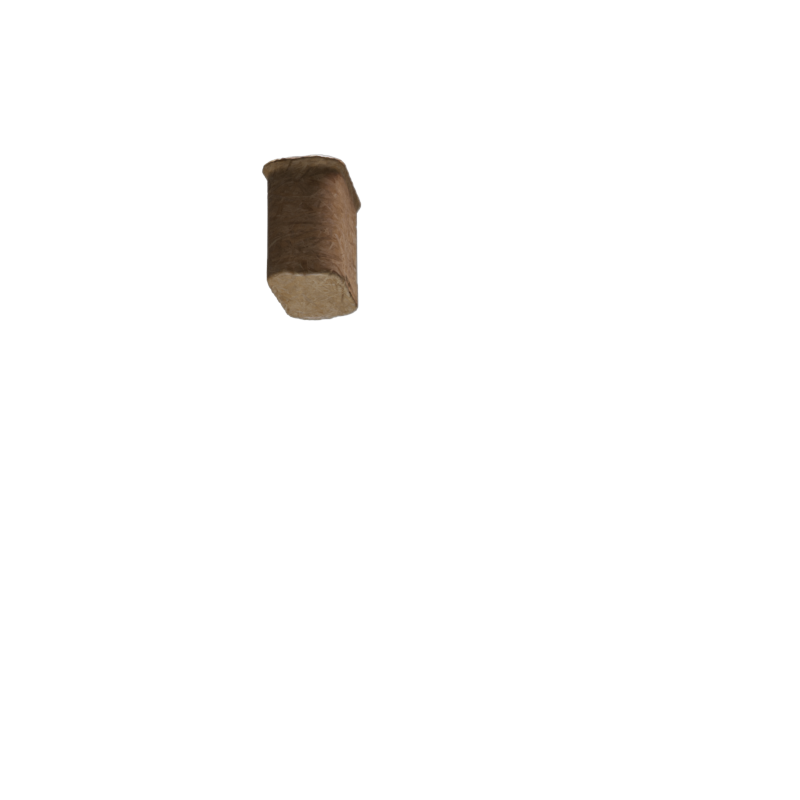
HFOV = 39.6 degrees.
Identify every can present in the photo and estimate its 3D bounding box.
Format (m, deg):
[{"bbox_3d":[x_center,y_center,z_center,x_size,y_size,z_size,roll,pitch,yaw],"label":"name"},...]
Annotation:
[{"bbox_3d":[-0.060,-0.109,0.763,0.058,0.088,0.096,-4,-17,7],"label":"can"}]
